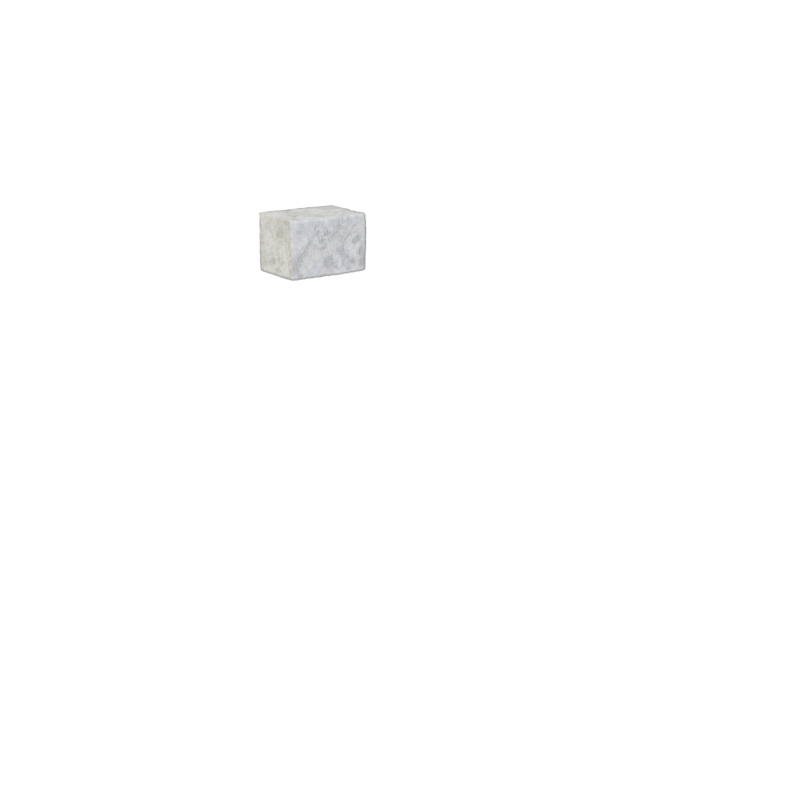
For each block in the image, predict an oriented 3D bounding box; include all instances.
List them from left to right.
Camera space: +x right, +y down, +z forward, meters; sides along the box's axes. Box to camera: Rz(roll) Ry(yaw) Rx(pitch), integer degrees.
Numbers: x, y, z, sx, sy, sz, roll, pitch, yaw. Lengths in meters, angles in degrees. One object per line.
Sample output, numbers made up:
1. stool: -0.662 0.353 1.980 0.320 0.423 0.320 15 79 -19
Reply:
1. block: -0.074 -0.135 0.943 0.076 0.050 0.056 -11 19 -35
